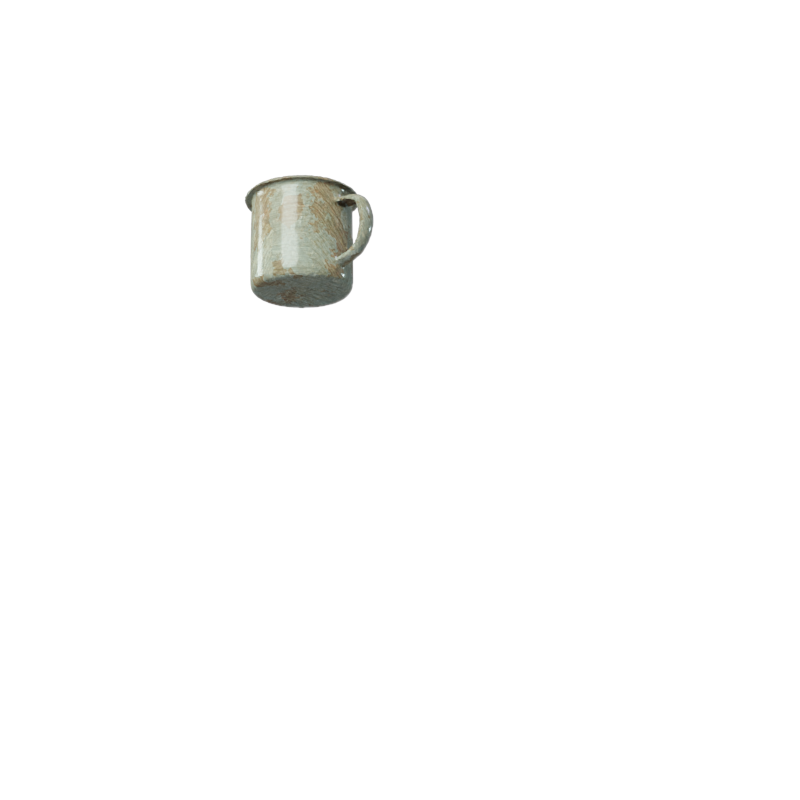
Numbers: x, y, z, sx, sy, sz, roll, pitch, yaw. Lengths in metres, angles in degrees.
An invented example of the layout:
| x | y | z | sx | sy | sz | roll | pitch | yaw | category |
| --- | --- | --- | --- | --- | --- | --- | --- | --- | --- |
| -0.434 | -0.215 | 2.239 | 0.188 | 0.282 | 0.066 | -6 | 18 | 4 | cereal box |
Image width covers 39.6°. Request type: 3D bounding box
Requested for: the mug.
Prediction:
| x | y | z | sx | sy | sz | roll | pitch | yaw | category |
| --- | --- | --- | --- | --- | --- | --- | --- | --- | --- |
| -0.069 | -0.126 | 0.883 | 0.119 | 0.085 | 0.087 | -14 | -23 | 35 | mug |
